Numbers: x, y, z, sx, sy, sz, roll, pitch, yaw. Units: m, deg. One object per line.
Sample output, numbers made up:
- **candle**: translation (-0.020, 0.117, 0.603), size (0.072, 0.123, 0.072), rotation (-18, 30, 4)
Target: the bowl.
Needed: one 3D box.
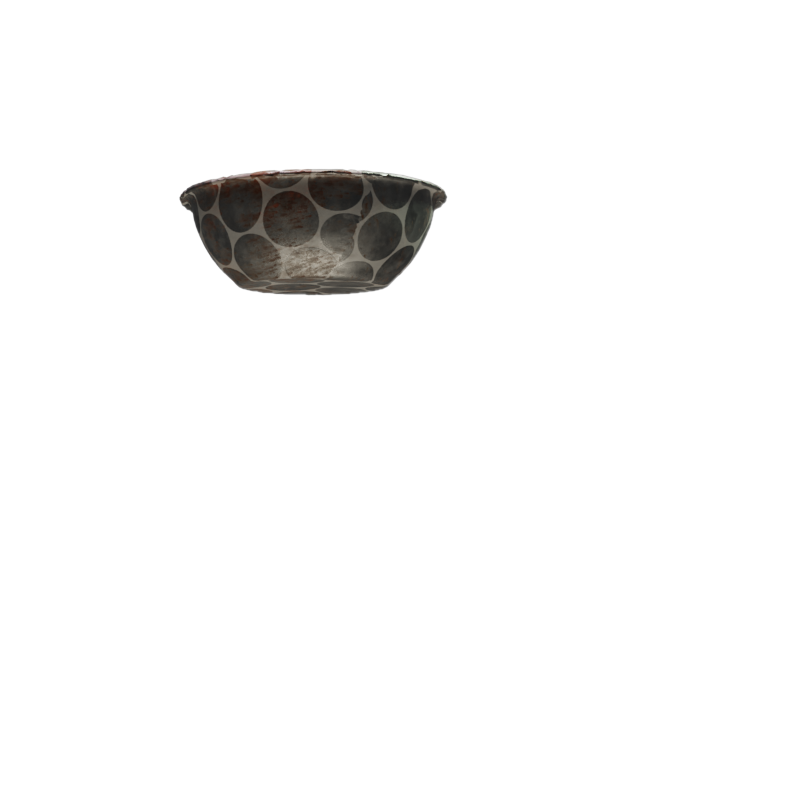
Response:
- **bowl**: translation (-0.052, -0.095, 0.667), size (0.162, 0.056, 0.160), rotation (0, -2, -2)
